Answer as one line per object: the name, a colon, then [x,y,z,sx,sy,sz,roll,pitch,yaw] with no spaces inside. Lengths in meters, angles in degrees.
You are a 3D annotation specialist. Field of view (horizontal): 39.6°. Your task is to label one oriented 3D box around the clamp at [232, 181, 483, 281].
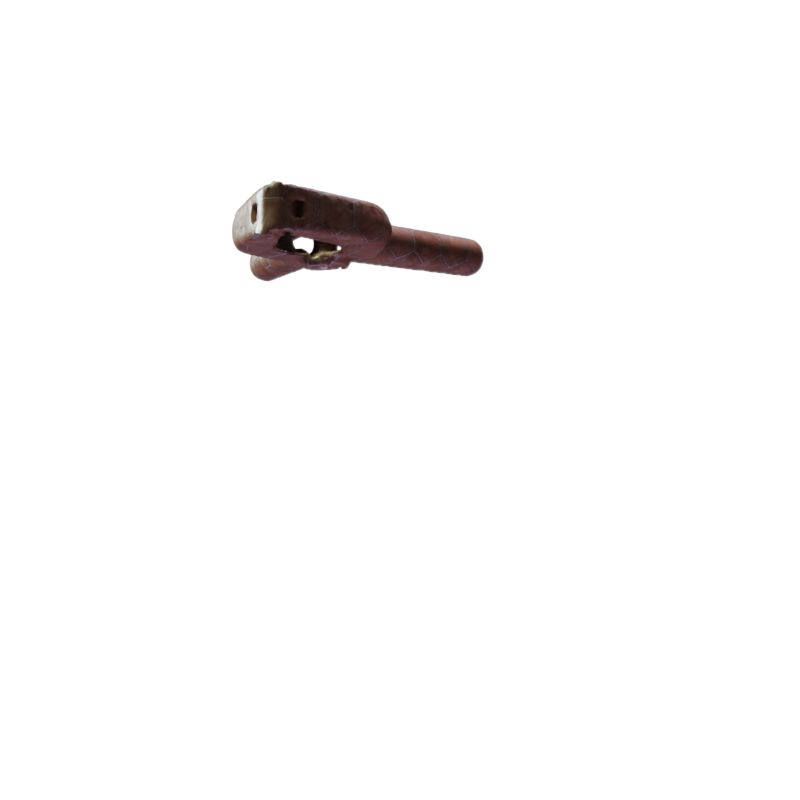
clamp: [-0.054,-0.099,0.691,0.169,0.037,0.201,-1,-2,22]
